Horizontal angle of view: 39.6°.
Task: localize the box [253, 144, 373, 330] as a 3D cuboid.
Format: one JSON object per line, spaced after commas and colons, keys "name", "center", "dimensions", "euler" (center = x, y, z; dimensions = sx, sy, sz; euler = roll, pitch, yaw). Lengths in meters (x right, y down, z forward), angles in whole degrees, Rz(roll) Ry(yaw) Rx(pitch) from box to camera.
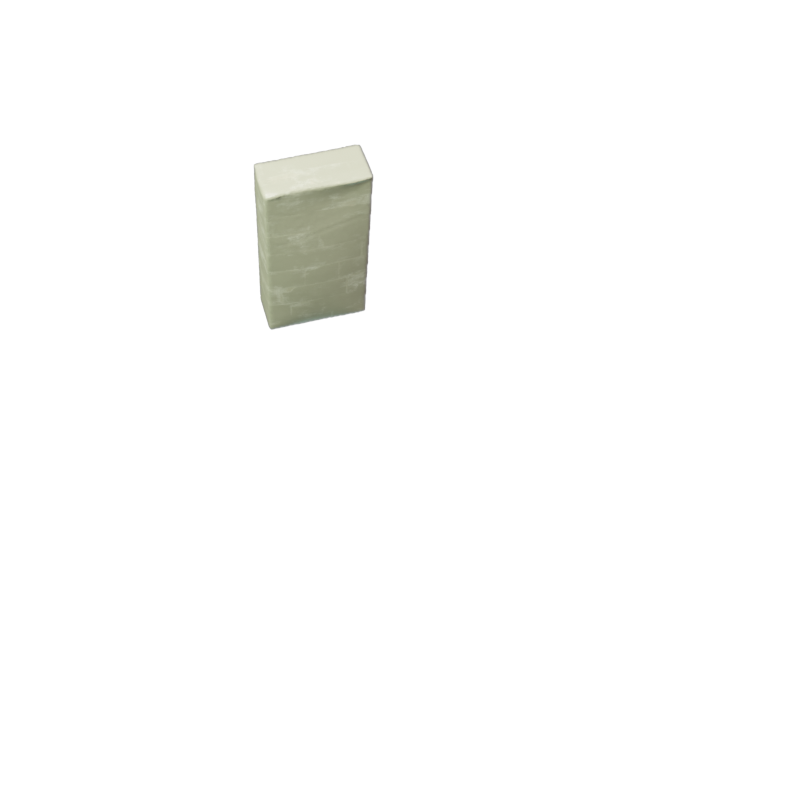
{"name": "box", "center": [-0.075, -0.135, 0.951], "dimensions": [0.092, 0.052, 0.165], "euler": [-12, -32, -11]}
